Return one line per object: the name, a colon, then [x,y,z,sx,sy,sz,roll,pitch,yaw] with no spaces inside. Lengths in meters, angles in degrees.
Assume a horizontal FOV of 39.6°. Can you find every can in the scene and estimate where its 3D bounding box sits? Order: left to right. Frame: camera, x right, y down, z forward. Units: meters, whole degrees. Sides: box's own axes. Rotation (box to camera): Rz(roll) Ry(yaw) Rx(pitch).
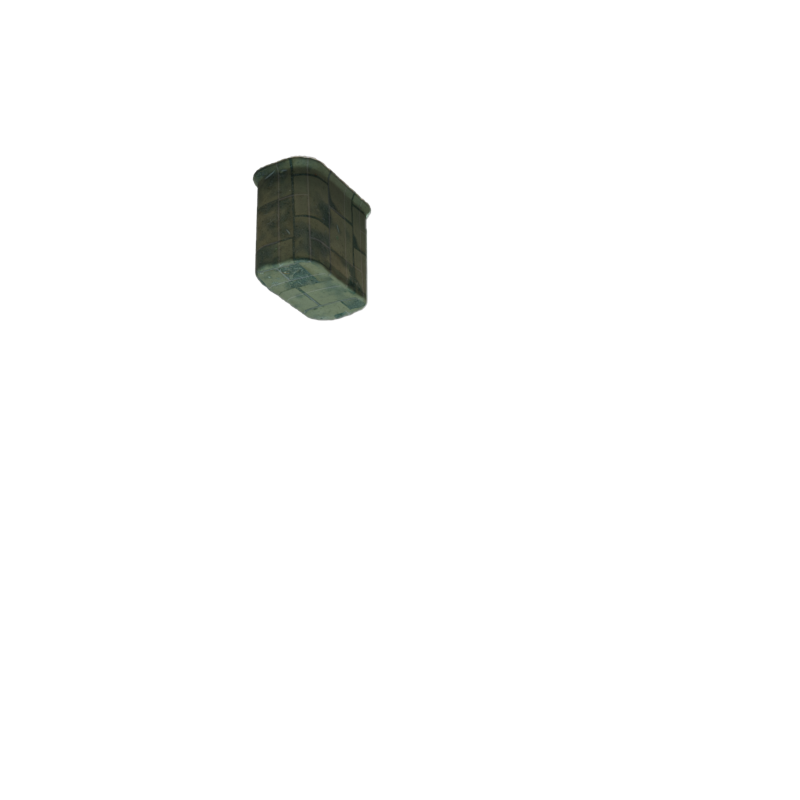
can: [-0.063,-0.115,0.809,0.058,0.089,0.095,-16,-29,26]
